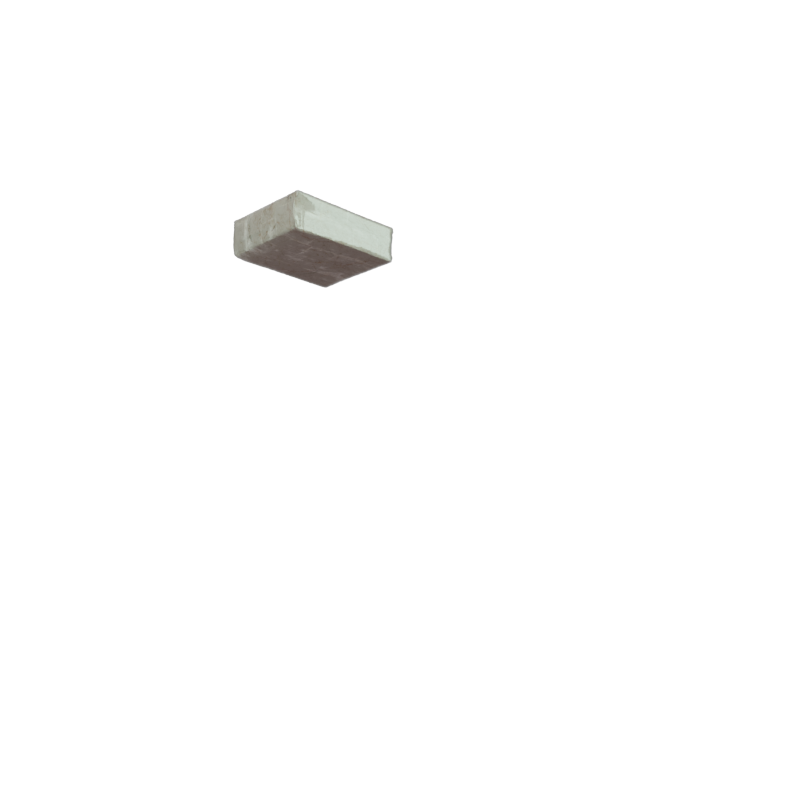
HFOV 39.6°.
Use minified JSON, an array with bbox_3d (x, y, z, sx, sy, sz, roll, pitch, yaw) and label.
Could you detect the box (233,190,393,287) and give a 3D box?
[{"bbox_3d":[-0.076,-0.138,0.970,0.107,0.041,0.091,14,-22,-40],"label":"box"}]
